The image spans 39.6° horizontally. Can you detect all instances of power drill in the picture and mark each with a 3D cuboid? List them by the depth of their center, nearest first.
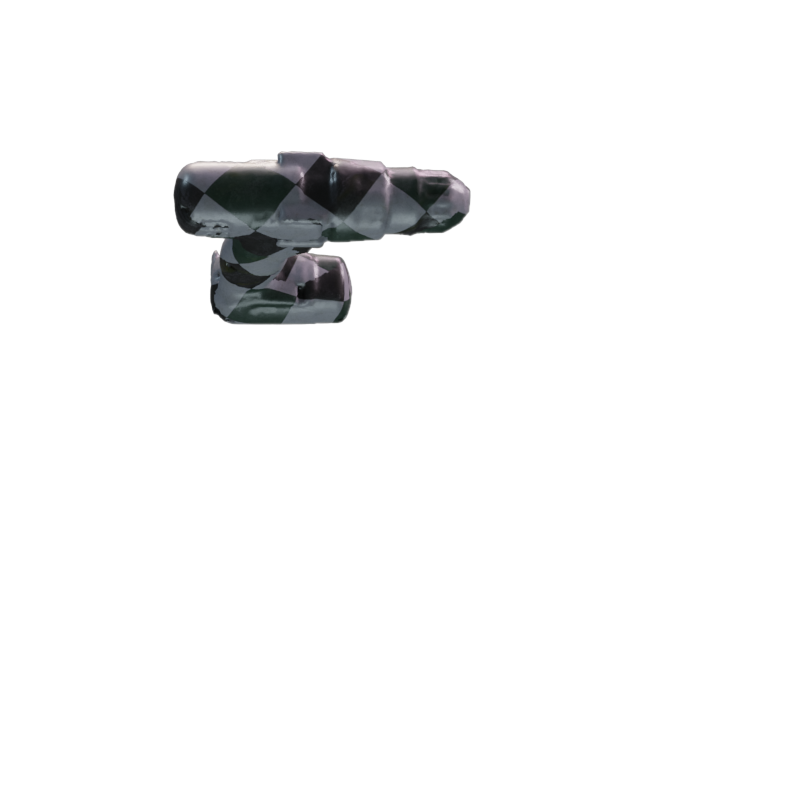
[{"bbox_3d":[-0.059,-0.107,0.751,0.183,0.060,0.180,2,-19,-7],"label":"power drill"}]
